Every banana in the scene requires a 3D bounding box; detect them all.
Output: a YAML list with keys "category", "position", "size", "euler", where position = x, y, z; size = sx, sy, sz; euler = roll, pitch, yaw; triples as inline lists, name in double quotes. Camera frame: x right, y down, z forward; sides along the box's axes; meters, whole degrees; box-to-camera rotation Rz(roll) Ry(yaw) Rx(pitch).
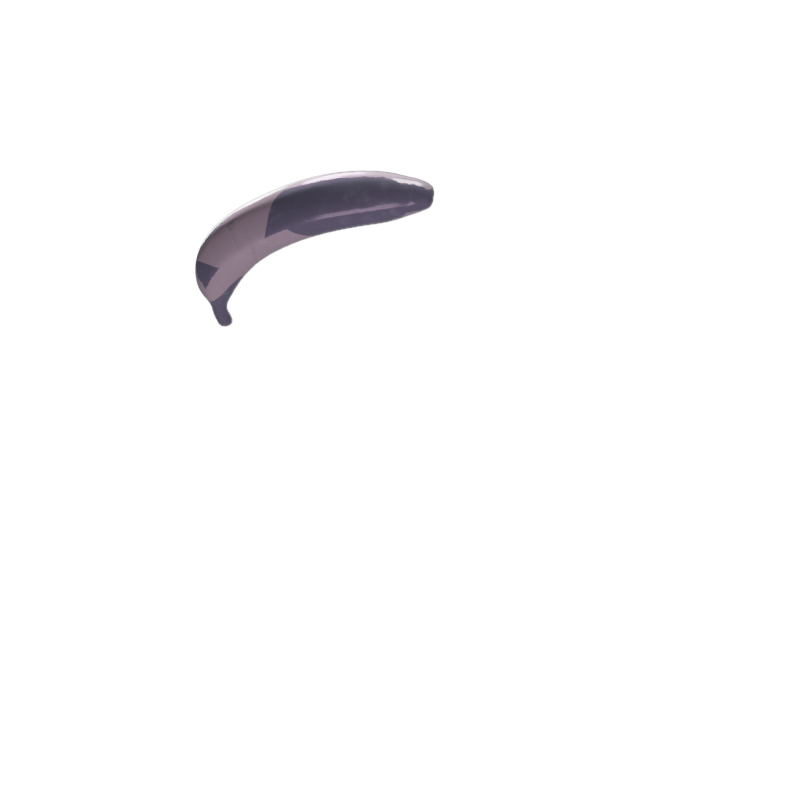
- category: "banana"
  position: [-0.073, -0.111, 0.730]
  size: [0.198, 0.039, 0.065]
  euler: [-24, -39, 33]
